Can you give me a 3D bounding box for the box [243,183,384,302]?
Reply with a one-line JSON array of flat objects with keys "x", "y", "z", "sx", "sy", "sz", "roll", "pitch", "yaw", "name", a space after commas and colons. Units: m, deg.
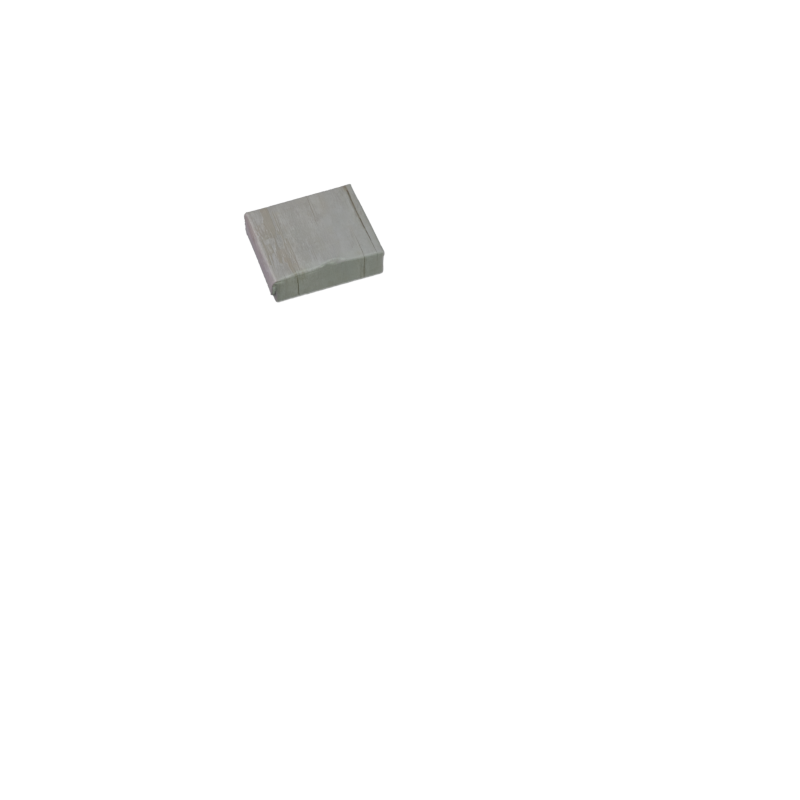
[{"x": -0.066, "y": -0.120, "z": 0.840, "sx": 0.088, "sy": 0.079, "sz": 0.028, "roll": -17, "pitch": -35, "yaw": -12, "name": "box"}]
